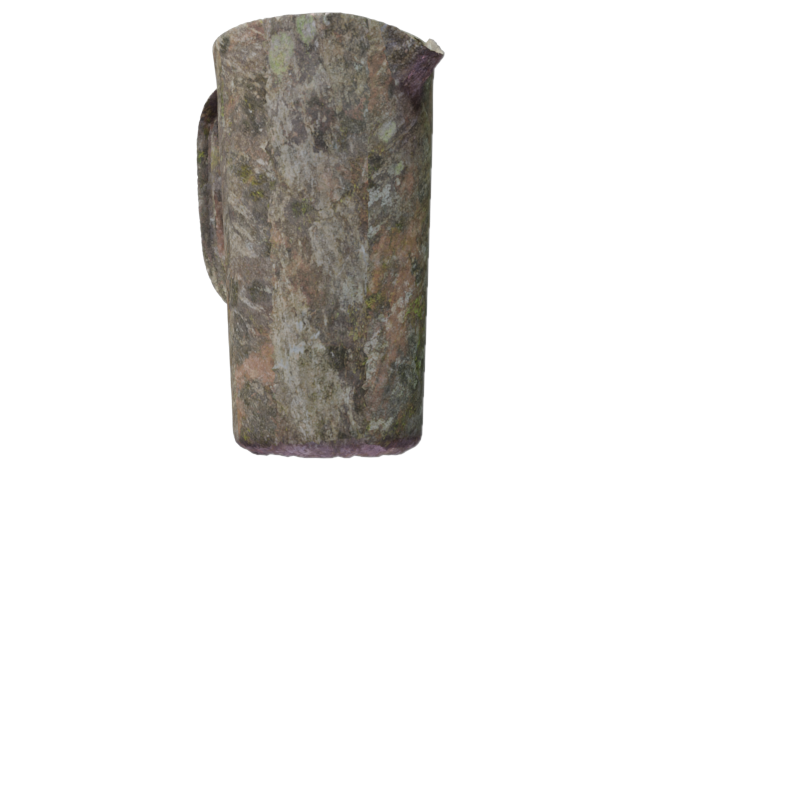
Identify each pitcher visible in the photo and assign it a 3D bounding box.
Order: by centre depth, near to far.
[{"bbox_3d":[-0.051,-0.093,0.651,0.144,0.247,0.148,0,-5,-5],"label":"pitcher"}]
